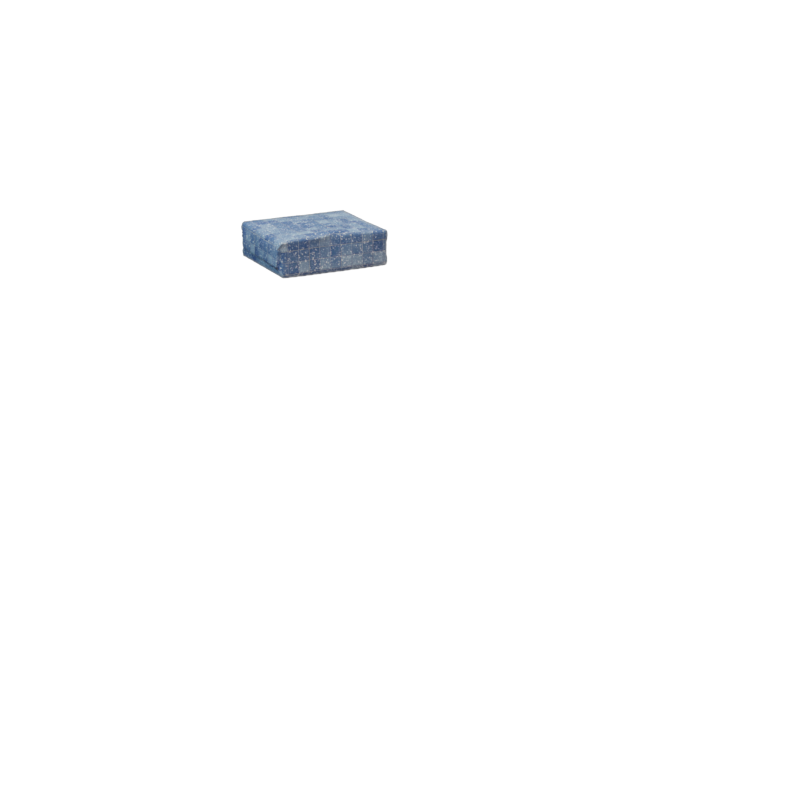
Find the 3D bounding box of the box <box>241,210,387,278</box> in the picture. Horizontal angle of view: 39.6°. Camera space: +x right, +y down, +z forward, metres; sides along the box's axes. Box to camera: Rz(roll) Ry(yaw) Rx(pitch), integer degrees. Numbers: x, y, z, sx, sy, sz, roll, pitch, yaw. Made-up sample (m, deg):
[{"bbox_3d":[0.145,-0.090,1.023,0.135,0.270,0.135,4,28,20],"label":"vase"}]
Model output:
[{"bbox_3d":[-0.065,-0.118,0.828,0.087,0.029,0.078,-10,23,-25],"label":"box"}]
